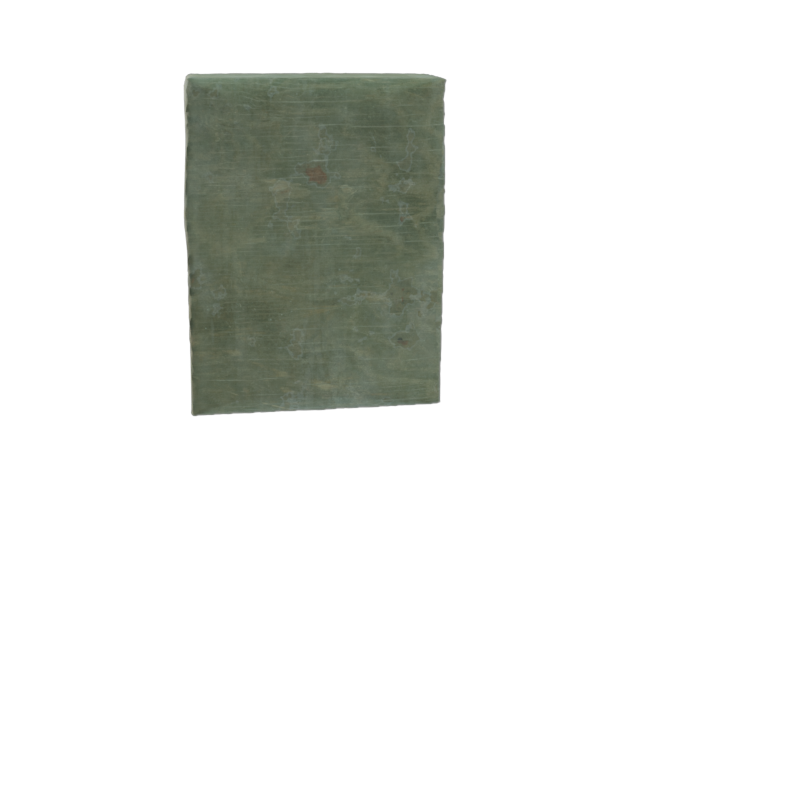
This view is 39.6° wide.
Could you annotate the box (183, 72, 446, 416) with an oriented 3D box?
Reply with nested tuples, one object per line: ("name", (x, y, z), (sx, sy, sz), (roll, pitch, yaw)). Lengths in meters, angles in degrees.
("box", (-0.056, -0.102, 0.714), (0.163, 0.208, 0.074), (-1, 12, -7))
